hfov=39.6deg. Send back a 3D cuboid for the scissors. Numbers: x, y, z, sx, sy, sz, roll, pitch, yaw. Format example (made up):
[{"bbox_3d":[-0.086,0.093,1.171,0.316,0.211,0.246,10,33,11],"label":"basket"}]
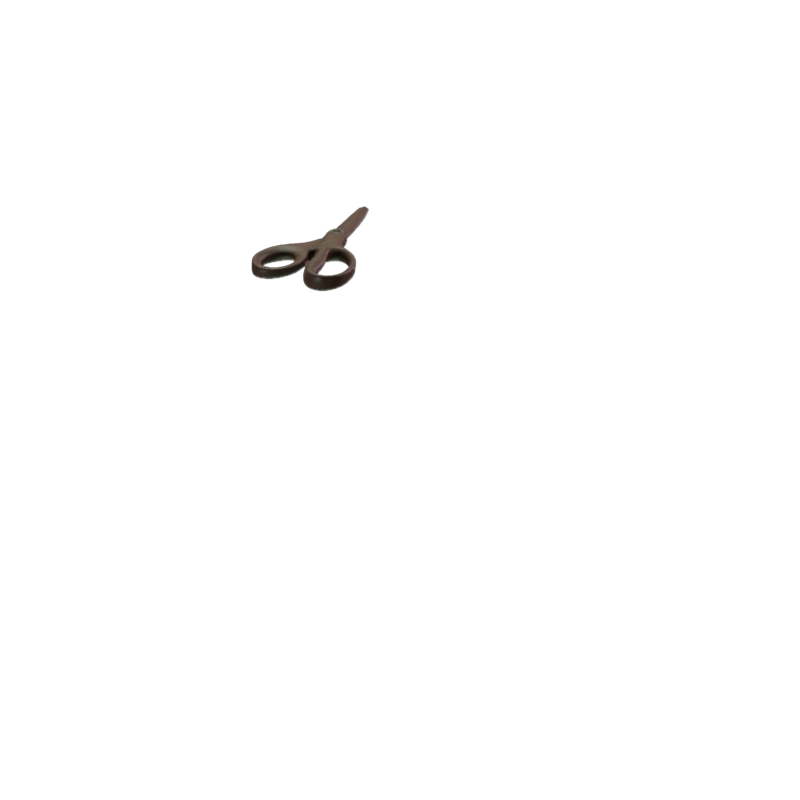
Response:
[{"bbox_3d":[-0.076,-0.139,0.976,0.096,0.015,0.212,0,26,0],"label":"scissors"}]
